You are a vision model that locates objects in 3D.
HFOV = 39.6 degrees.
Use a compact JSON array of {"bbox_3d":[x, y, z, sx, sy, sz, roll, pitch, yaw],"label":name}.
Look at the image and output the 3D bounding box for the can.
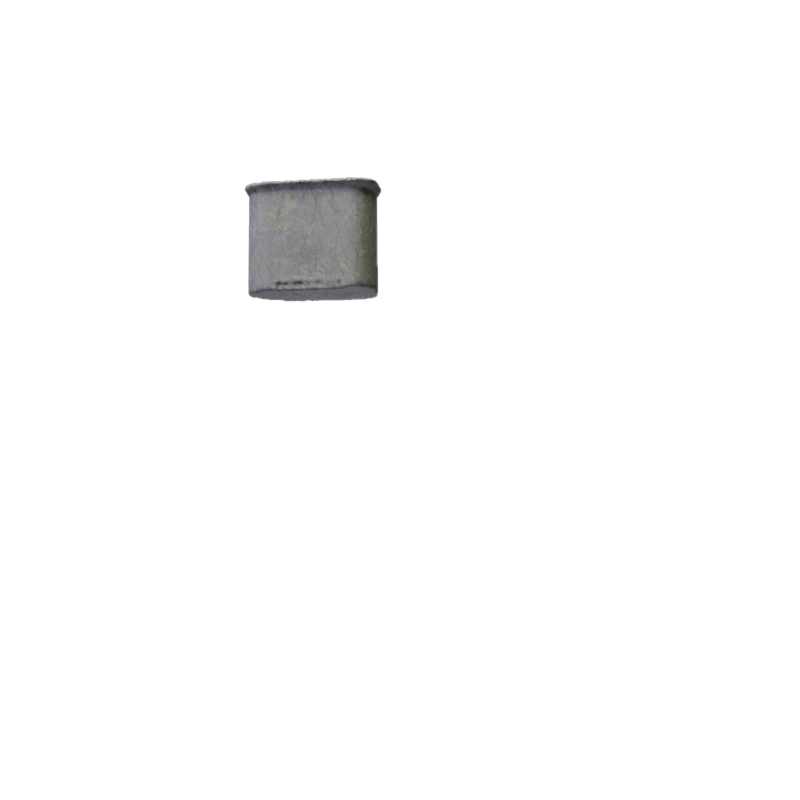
[{"bbox_3d":[-0.066,-0.120,0.838,0.103,0.086,0.055,-1,-9,9],"label":"can"}]
